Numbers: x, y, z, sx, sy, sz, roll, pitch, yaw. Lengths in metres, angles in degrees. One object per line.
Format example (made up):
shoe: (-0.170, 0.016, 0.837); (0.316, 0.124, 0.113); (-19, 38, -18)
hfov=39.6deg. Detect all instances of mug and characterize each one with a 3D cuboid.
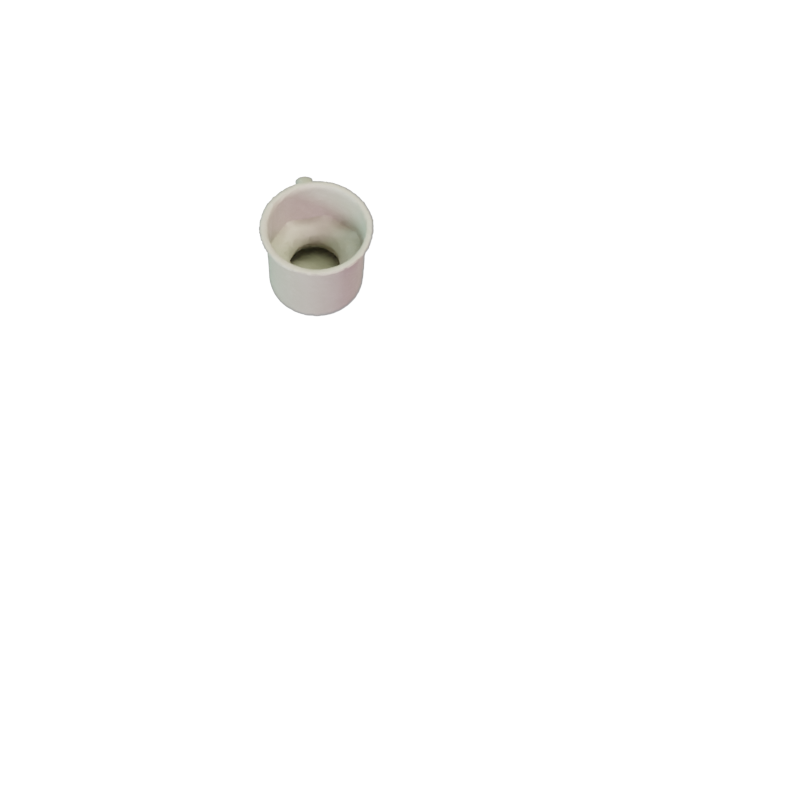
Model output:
mug: (-0.074, -0.134, 0.939); (0.092, 0.126, 0.076); (-11, -30, -8)
